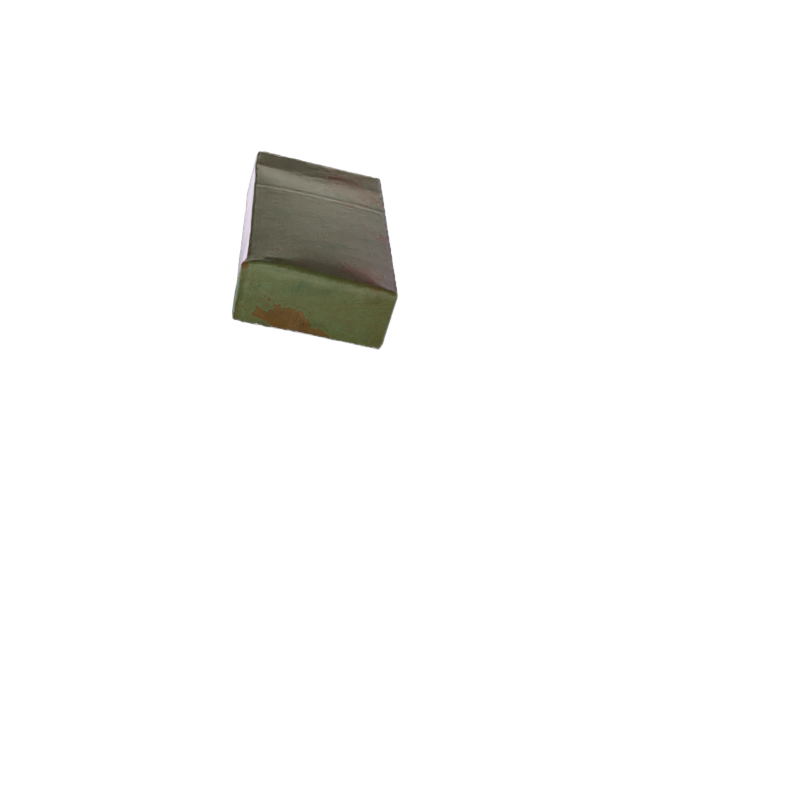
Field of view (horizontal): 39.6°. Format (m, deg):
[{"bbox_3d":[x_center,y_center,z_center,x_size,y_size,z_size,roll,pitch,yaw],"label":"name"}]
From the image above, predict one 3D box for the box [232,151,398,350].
[{"bbox_3d":[-0.056,-0.102,0.716,0.092,0.046,0.187,11,28,-9],"label":"box"}]
